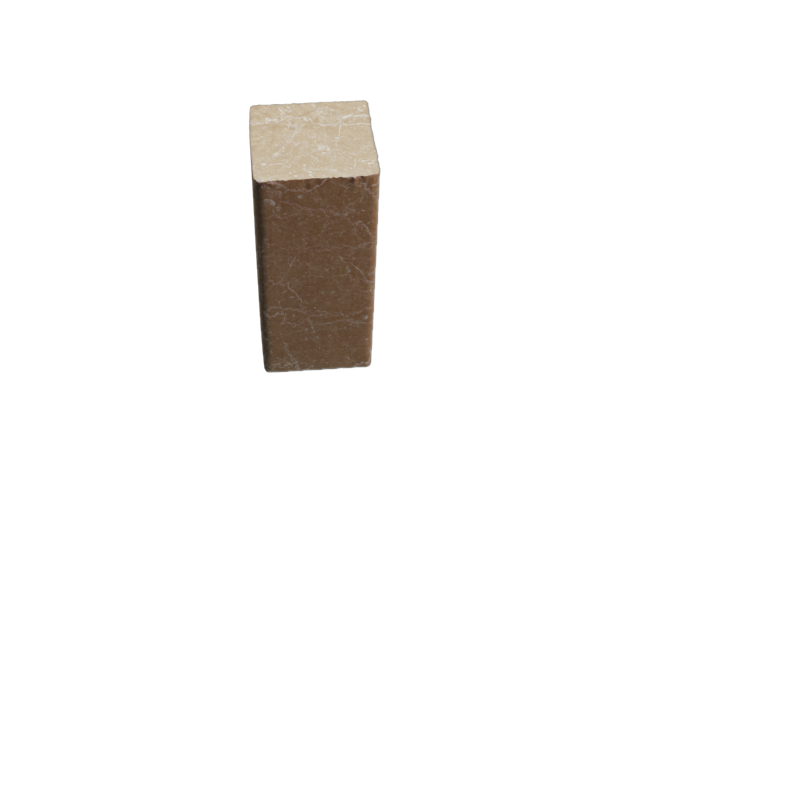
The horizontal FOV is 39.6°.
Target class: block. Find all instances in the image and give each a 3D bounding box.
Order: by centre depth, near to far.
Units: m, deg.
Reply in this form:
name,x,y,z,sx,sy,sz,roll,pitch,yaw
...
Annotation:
name,x,y,z,sx,sy,sz,roll,pitch,yaw
block,-0.068,-0.123,0.863,0.090,0.097,0.192,-3,-42,-6
